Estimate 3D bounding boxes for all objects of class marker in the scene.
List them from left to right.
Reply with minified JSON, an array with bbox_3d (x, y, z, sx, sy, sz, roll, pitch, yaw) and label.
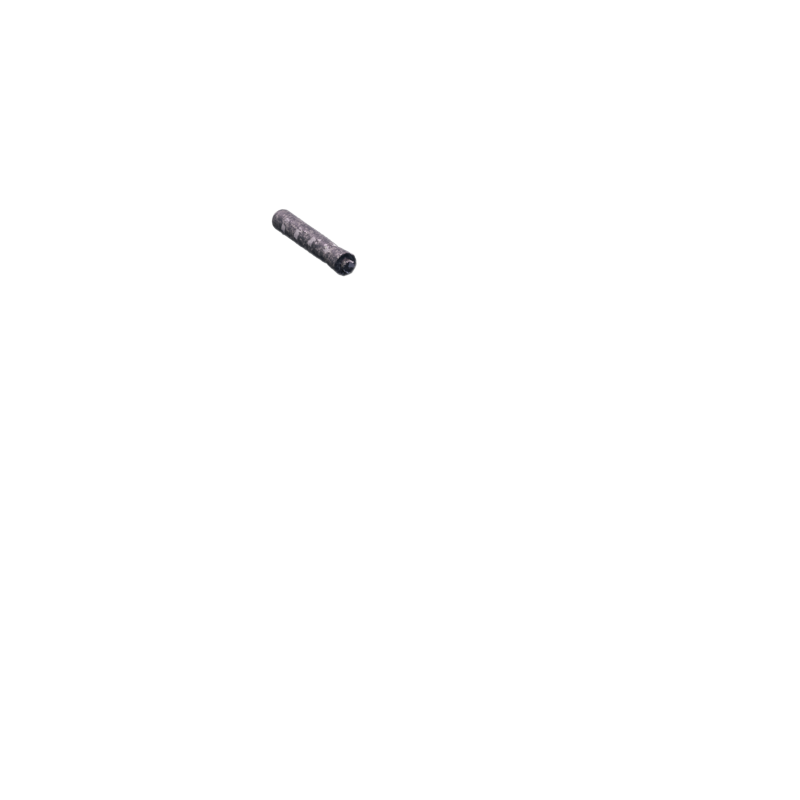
[{"bbox_3d":[-0.068,-0.125,0.872,0.019,0.019,0.130,-2,25,-30],"label":"marker"}]
